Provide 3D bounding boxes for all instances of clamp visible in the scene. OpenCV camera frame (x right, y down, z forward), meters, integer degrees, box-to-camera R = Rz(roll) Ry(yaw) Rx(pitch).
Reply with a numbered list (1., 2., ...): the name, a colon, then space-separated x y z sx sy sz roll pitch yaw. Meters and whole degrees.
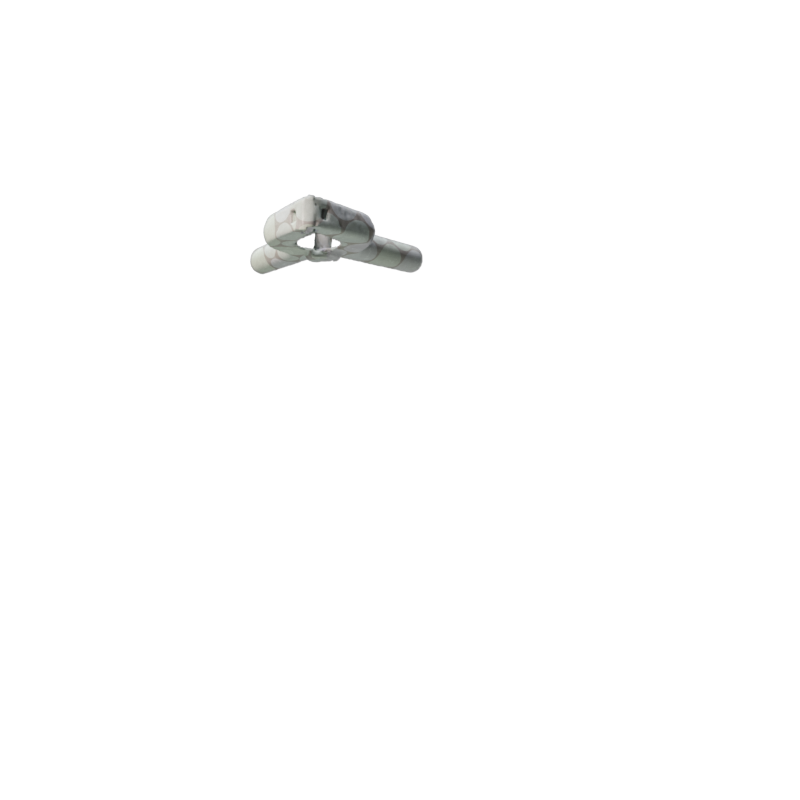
1. clamp: -0.077 -0.140 0.982 0.167 0.037 0.202 -1 -5 12
